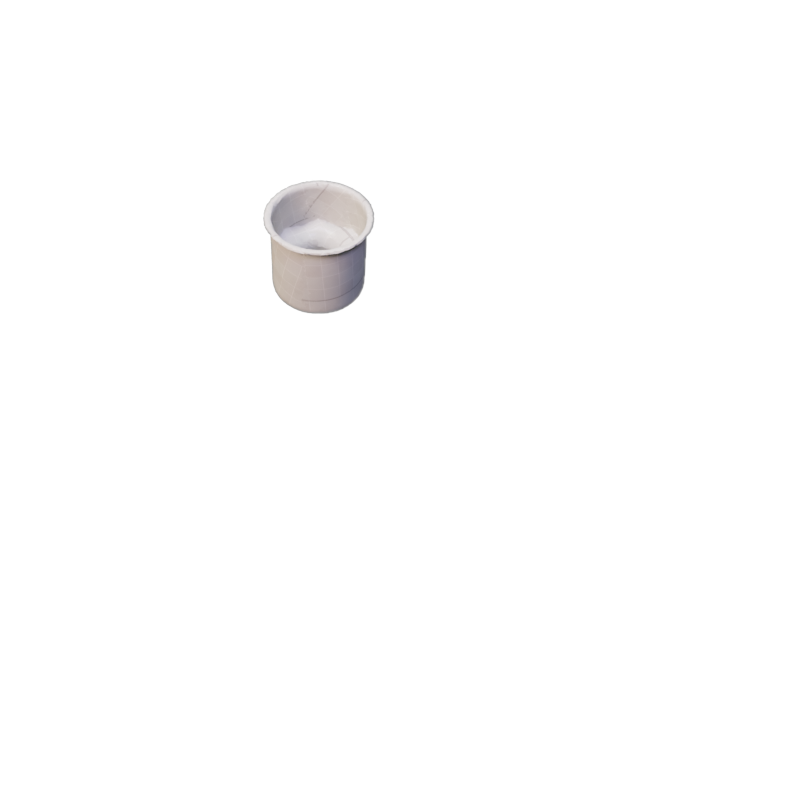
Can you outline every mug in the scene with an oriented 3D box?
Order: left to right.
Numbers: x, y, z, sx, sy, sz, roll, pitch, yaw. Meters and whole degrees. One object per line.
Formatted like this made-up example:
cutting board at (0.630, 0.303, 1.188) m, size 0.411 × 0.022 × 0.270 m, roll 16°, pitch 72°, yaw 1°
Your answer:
mug at (-0.075, -0.137, 0.961) m, size 0.092 × 0.076 × 0.127 m, roll -18°, pitch 50°, yaw -17°
